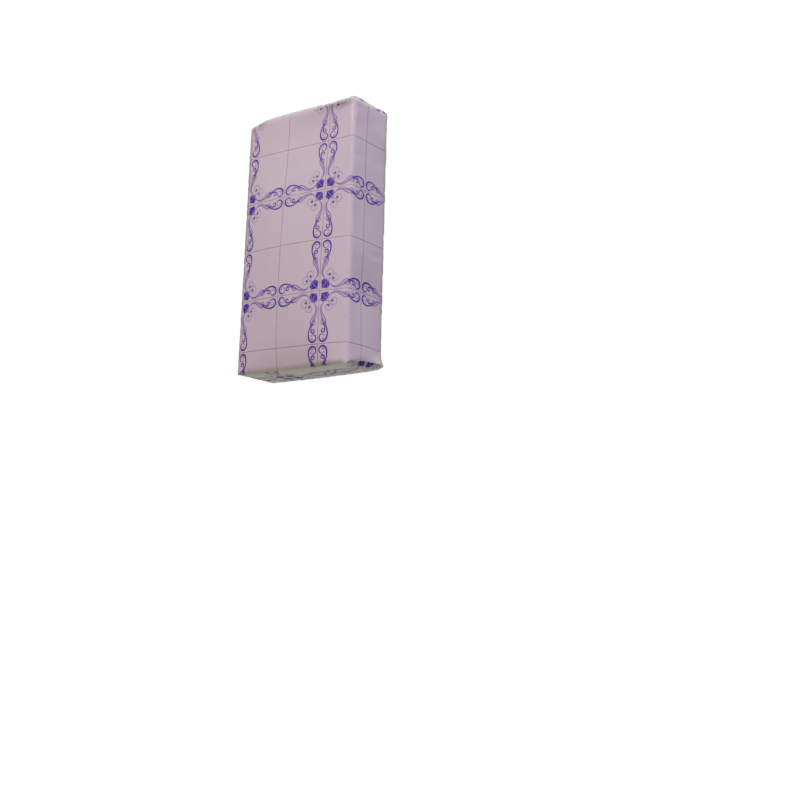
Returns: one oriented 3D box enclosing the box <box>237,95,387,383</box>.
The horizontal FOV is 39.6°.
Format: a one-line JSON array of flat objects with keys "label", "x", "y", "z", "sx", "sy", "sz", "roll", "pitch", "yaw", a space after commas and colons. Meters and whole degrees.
[{"label": "box", "x": -0.057, "y": -0.104, "z": 0.729, "sx": 0.096, "sy": 0.182, "sz": 0.045, "roll": -10, "pitch": -17, "yaw": 35}]
